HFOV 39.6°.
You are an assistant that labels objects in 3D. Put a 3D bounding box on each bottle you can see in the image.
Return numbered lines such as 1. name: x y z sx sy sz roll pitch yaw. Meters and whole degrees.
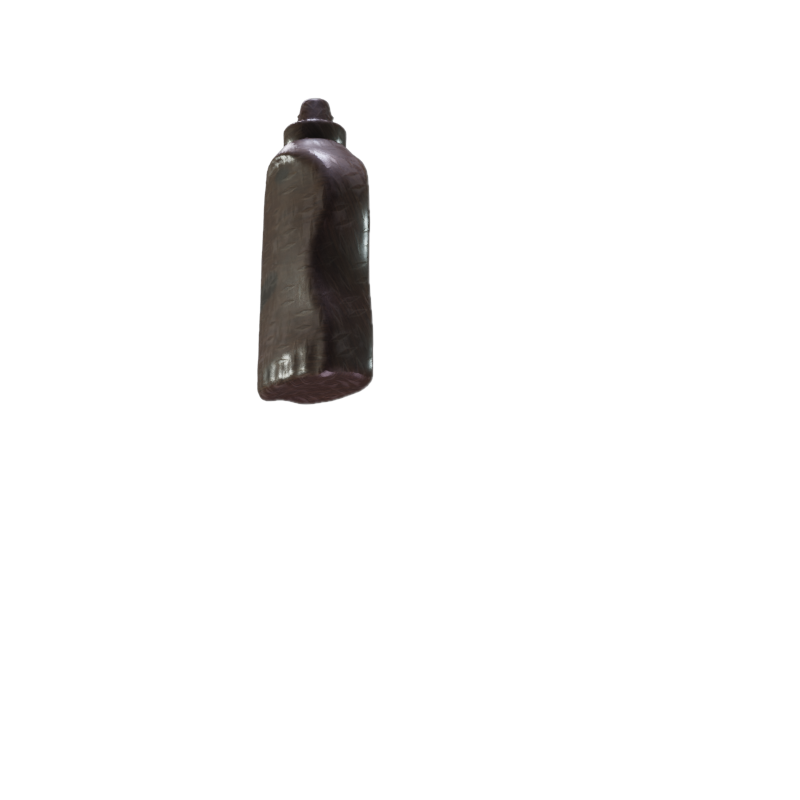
1. bottle: -0.054 -0.099 0.693 0.056 0.200 0.096 8 -19 -27
